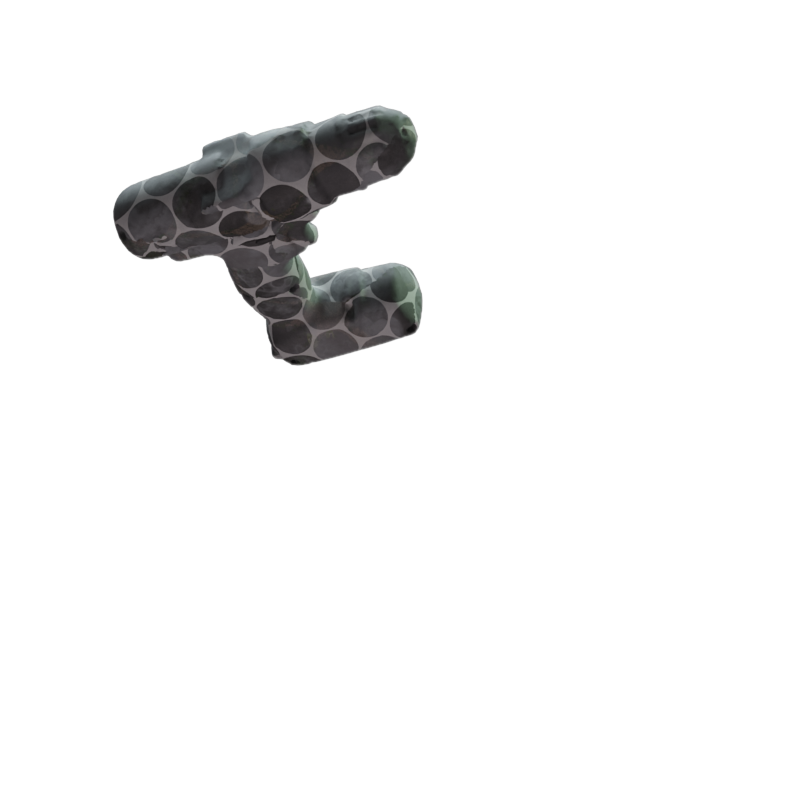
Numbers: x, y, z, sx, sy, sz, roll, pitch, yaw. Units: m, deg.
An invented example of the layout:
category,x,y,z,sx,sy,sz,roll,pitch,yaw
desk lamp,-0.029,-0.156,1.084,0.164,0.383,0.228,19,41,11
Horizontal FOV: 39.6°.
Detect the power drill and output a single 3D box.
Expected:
category,x,y,z,sx,sy,sz,roll,pitch,yaw
power drill,-0.053,-0.097,0.676,0.187,0.061,0.173,-13,-33,20
